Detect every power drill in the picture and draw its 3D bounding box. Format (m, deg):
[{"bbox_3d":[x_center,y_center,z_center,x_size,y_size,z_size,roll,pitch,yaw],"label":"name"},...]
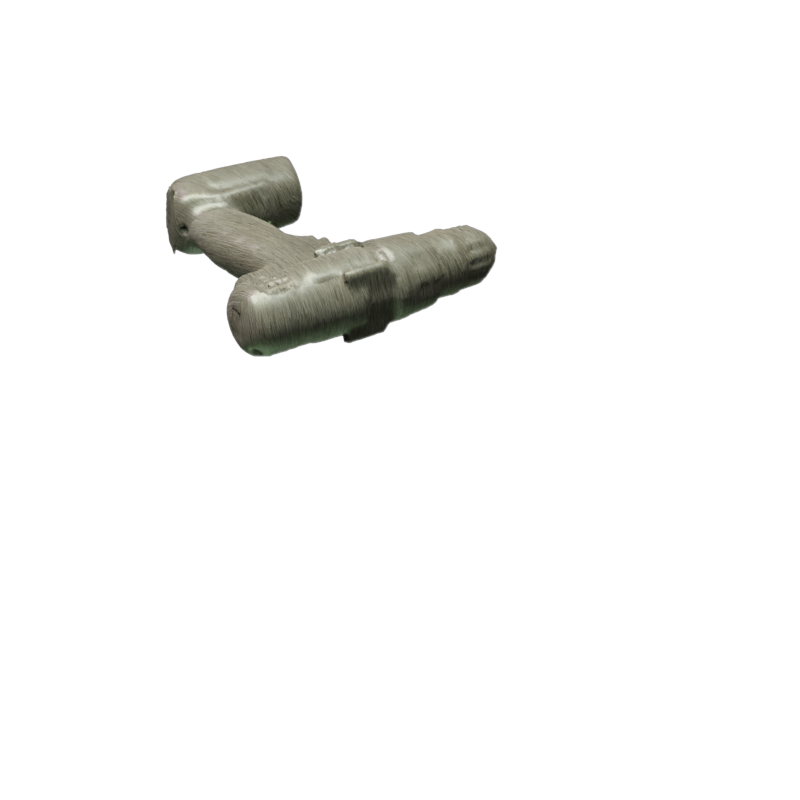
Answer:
[{"bbox_3d":[-0.057,-0.104,0.727,0.181,0.054,0.202,-18,35,-28],"label":"power drill"}]
